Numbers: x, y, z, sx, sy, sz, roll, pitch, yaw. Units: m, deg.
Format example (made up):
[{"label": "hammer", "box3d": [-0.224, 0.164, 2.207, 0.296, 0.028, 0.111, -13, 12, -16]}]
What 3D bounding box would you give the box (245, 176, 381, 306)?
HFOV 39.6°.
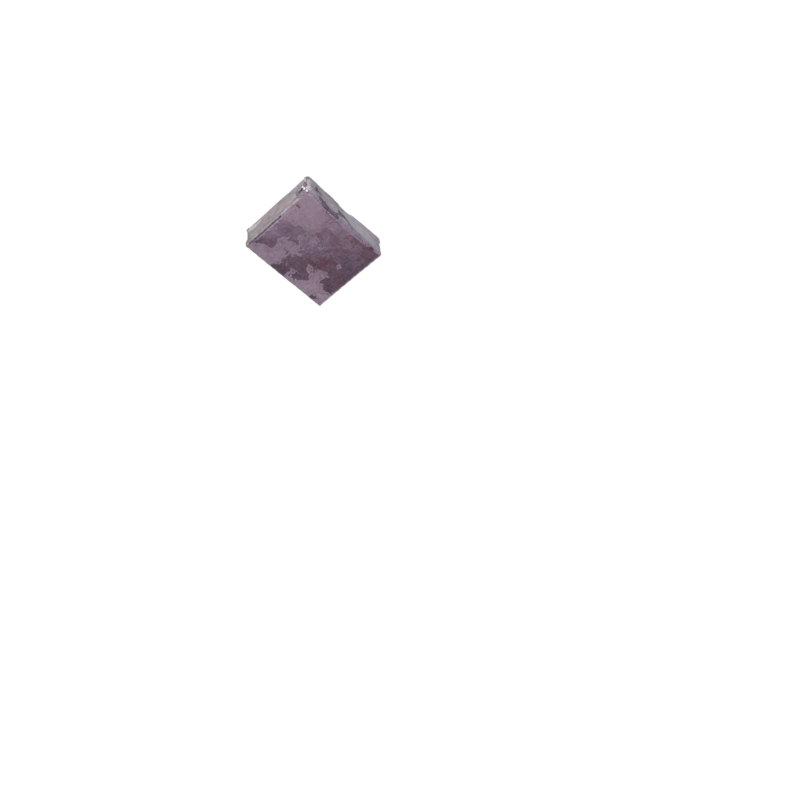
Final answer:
[{"label": "box", "box3d": [-0.072, -0.131, 0.918, 0.072, 0.085, 0.032, -40, 25, 22]}]
